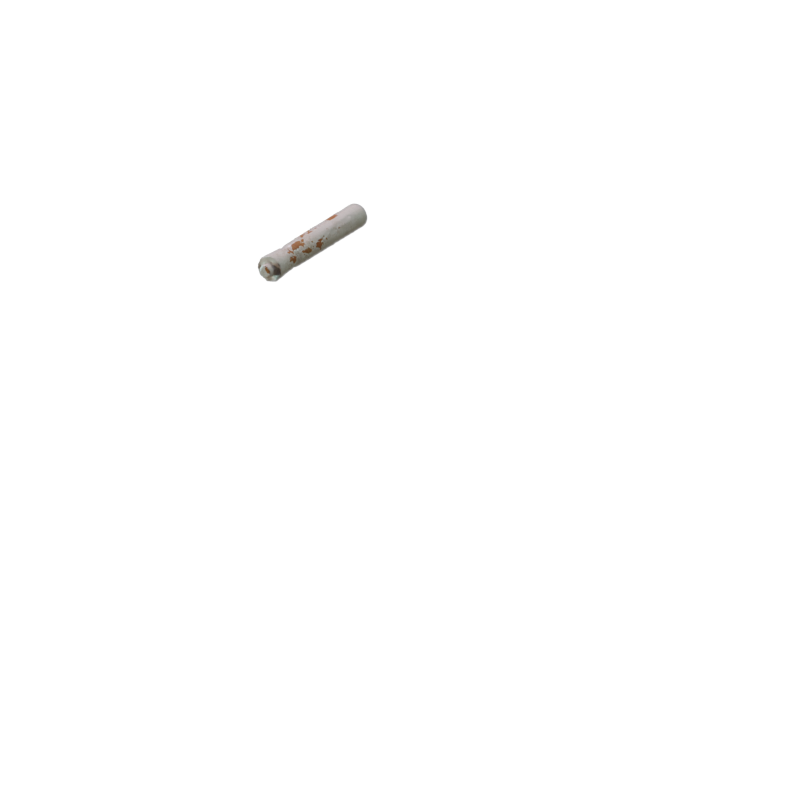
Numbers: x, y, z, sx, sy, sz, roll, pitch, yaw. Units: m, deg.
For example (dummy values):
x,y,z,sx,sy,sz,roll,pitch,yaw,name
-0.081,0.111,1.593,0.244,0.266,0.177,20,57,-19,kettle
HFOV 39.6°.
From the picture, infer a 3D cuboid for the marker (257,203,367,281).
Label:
x,y,z,sx,sy,sz,roll,pitch,yaw,name
-0.061,-0.111,0.777,0.020,0.019,0.122,2,27,31,marker
